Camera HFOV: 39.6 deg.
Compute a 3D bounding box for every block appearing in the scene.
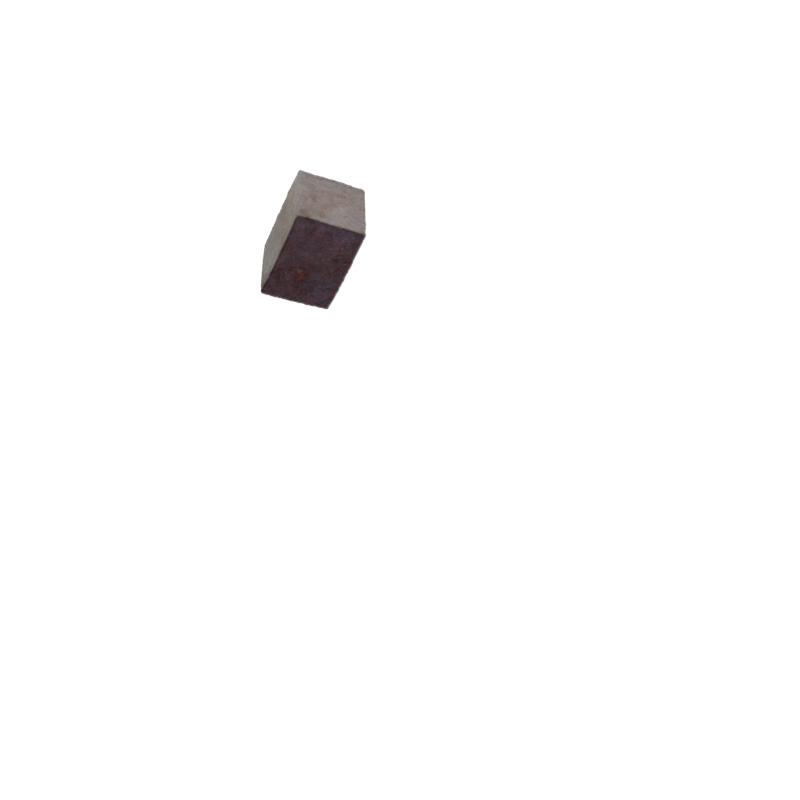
[{"bbox_3d":[-0.062,-0.113,0.789,0.051,0.055,0.075,16,-48,-17],"label":"block"}]
